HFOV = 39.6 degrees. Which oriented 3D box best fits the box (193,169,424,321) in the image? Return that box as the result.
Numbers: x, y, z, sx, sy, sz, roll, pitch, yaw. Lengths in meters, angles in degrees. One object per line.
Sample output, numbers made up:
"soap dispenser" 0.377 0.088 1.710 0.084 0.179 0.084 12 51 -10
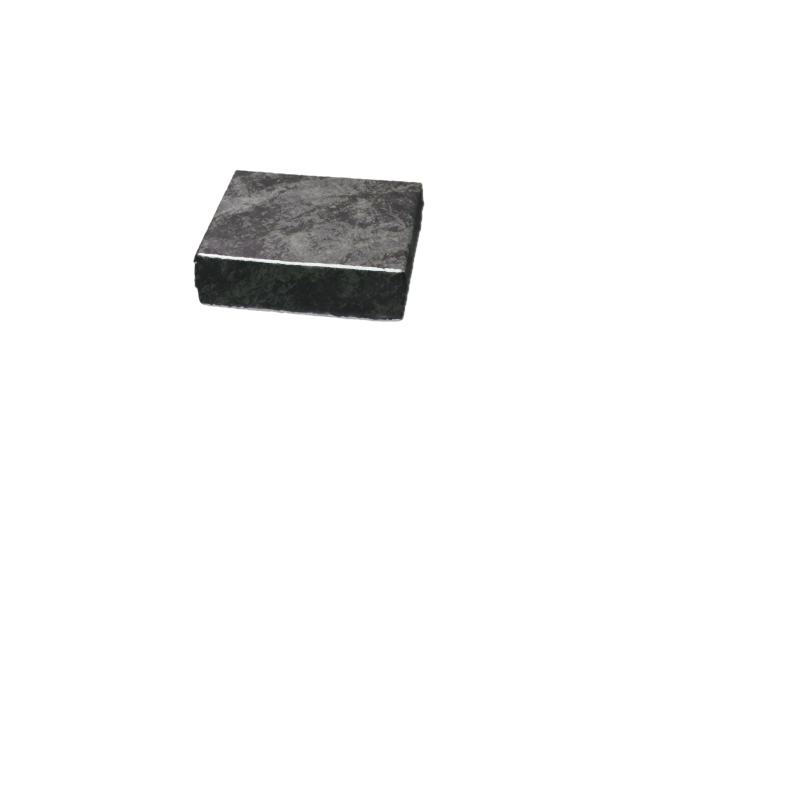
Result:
"box" -0.048 -0.087 0.609 0.115 0.036 0.095 6 40 7
